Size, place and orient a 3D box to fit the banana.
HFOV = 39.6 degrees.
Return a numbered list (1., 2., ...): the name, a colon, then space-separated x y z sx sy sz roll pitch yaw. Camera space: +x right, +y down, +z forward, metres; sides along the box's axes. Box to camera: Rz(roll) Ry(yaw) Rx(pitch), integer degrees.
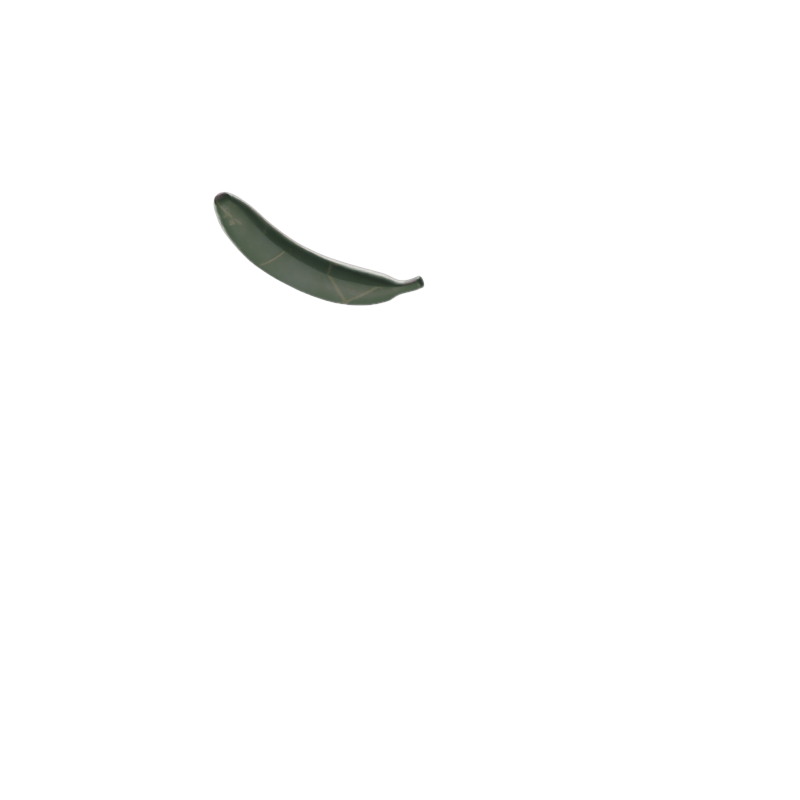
1. banana: -0.080 -0.122 0.951 0.190 0.039 0.067 20 -48 -20
